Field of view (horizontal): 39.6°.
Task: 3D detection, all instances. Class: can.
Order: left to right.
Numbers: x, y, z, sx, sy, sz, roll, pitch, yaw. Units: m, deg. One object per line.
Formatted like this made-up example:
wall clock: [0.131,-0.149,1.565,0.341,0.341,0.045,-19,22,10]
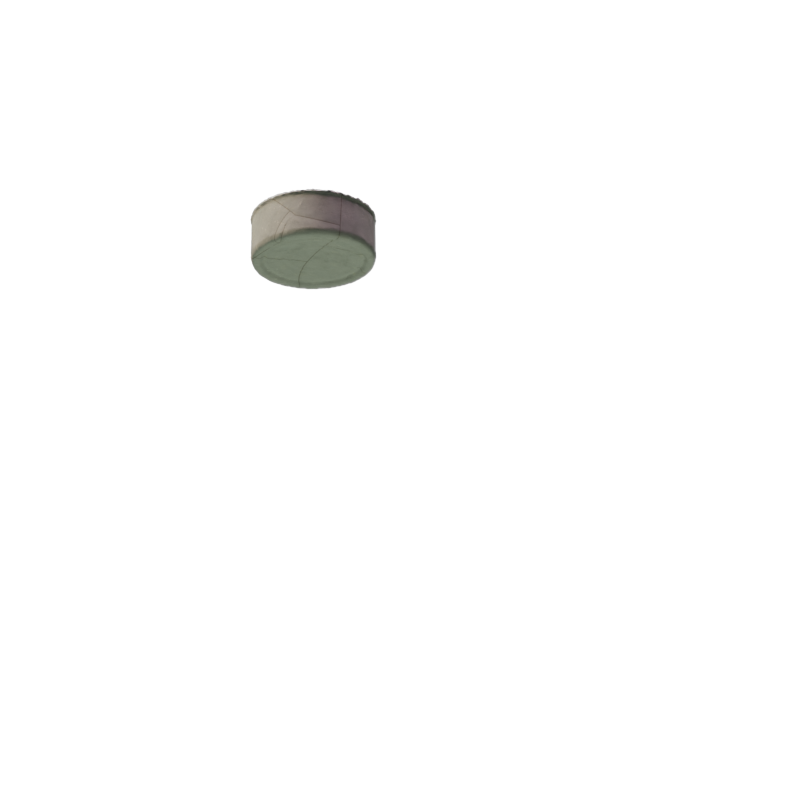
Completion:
can: [-0.059,-0.107,0.752,0.086,0.035,0.081,0,-22,-2]
